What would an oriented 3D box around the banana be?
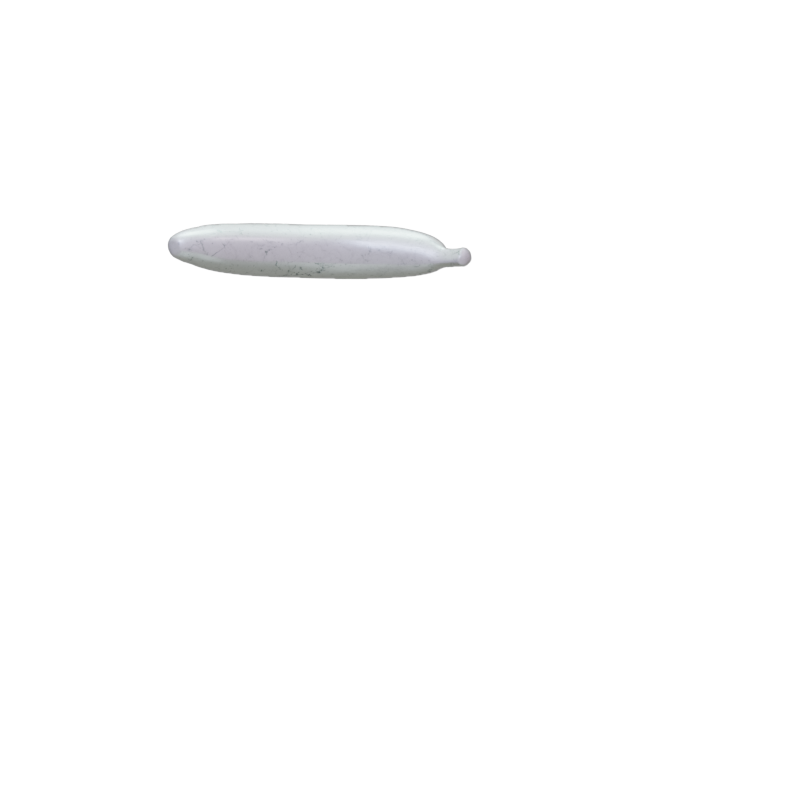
[{"bbox_3d":[-0.056,-0.103,0.751,0.197,0.038,0.068,0,-6,-2],"label":"banana"}]
